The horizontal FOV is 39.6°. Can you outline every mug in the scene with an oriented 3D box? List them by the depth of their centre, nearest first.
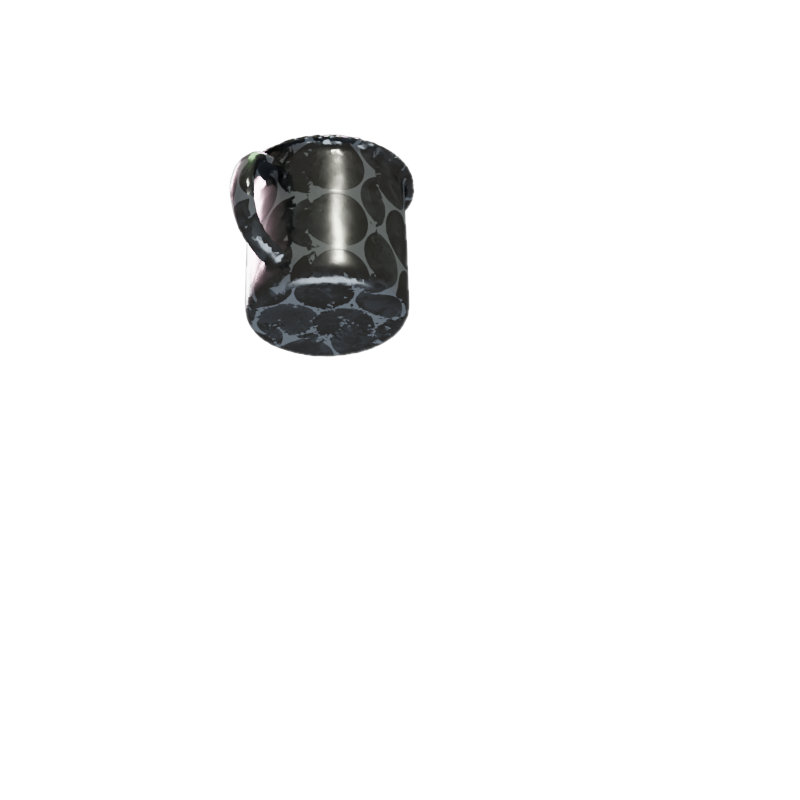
[{"bbox_3d":[-0.044,-0.080,0.558,0.094,0.087,0.109,-19,-34,27],"label":"mug"}]
